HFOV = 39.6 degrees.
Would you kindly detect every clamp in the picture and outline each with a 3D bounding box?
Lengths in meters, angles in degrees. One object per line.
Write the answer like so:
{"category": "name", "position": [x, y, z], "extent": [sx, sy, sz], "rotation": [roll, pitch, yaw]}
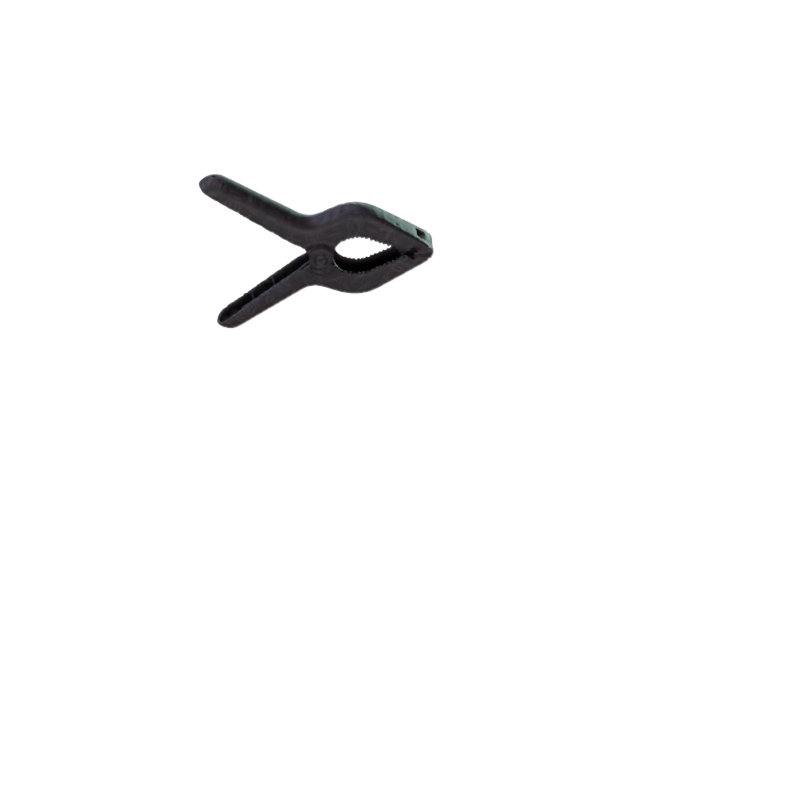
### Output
{"category": "clamp", "position": [-0.078, -0.142, 0.993], "extent": [0.211, 0.152, 0.039], "rotation": [-7, 40, 5]}
